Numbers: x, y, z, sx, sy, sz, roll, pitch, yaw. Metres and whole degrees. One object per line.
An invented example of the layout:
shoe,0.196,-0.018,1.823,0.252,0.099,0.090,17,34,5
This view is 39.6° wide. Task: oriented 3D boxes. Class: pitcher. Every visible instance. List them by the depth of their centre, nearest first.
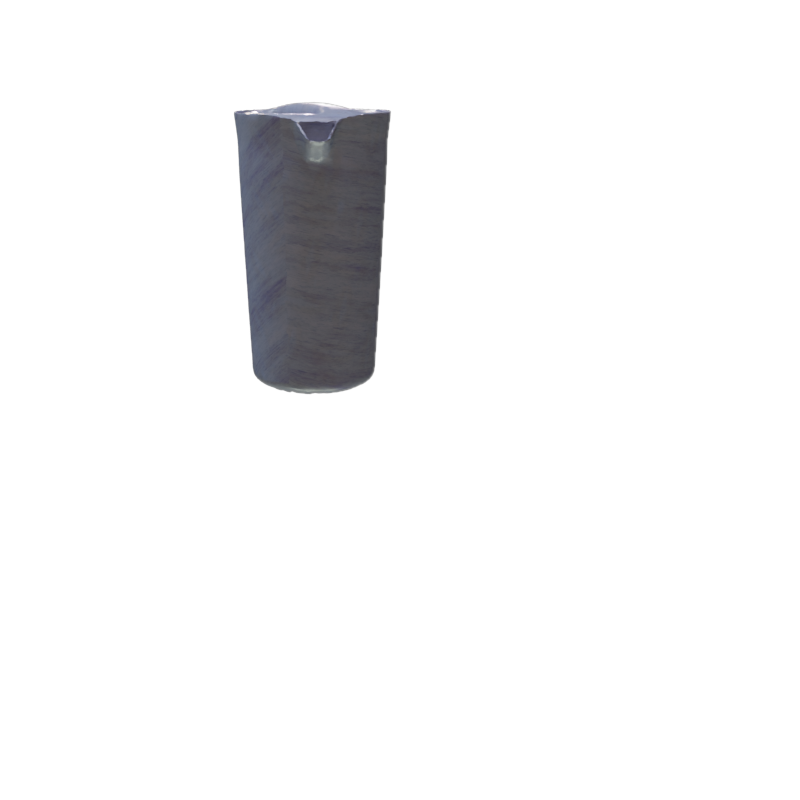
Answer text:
pitcher,-0.076,-0.139,0.971,0.152,0.237,0.146,10,15,37
